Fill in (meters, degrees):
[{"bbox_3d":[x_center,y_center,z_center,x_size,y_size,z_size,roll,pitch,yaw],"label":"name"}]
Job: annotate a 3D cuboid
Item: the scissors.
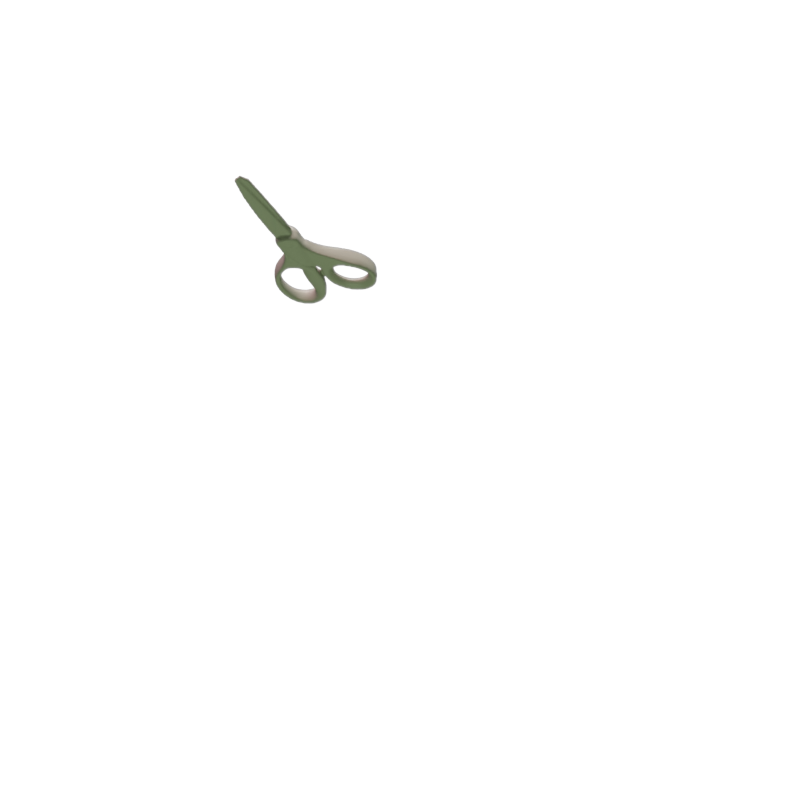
[{"bbox_3d":[-0.070,-0.127,0.888,0.097,0.017,0.190,-1,-22,2],"label":"scissors"}]
